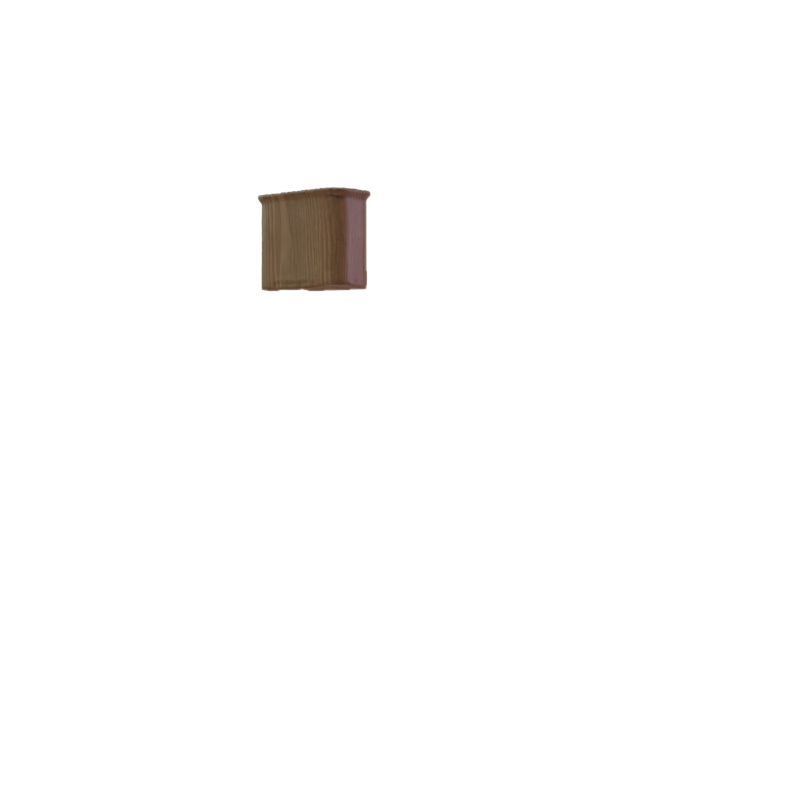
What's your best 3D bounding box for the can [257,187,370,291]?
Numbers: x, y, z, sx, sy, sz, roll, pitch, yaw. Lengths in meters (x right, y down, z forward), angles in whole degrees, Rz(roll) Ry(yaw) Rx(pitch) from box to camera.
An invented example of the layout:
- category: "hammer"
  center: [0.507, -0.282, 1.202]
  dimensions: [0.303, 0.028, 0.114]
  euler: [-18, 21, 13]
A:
- category: "can"
  center: [-0.075, -0.137, 0.961]
  dimensions: [0.106, 0.085, 0.055]
  euler: [0, -2, 40]
